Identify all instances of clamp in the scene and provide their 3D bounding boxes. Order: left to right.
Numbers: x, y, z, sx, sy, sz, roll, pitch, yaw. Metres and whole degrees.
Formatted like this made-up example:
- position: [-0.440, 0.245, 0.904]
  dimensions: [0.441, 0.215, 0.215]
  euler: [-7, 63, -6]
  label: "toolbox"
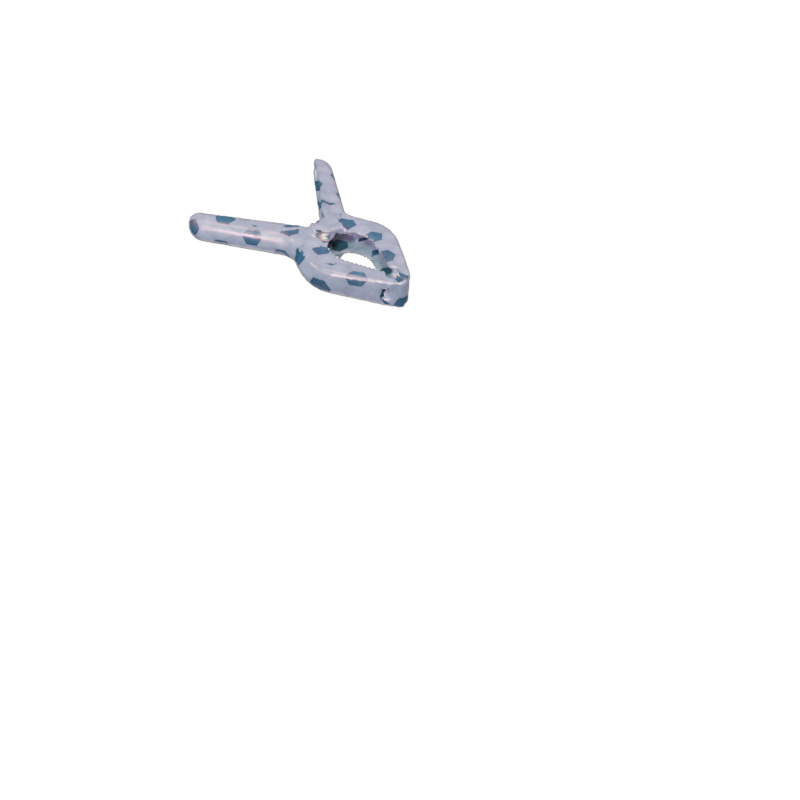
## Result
- position: [-0.078, -0.141, 0.991]
  dimensions: [0.164, 0.034, 0.226]
  euler: [-26, 47, -26]
  label: "clamp"
